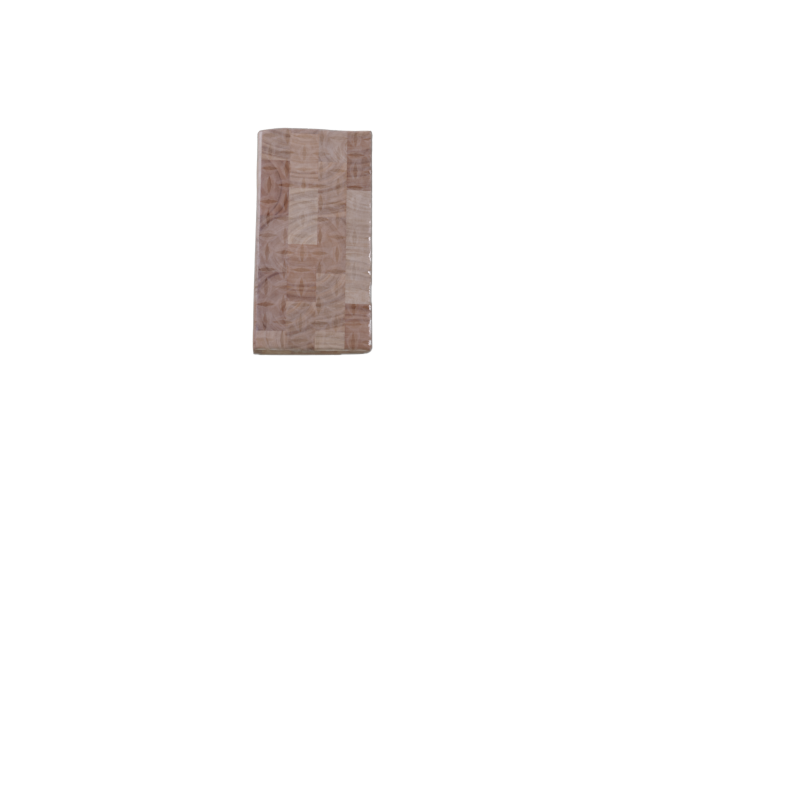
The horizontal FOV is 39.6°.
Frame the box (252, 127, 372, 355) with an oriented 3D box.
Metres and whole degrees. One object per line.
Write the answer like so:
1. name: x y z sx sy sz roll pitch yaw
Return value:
1. box: -0.068 -0.124 0.871 0.093 0.180 0.047 0 -9 -4
